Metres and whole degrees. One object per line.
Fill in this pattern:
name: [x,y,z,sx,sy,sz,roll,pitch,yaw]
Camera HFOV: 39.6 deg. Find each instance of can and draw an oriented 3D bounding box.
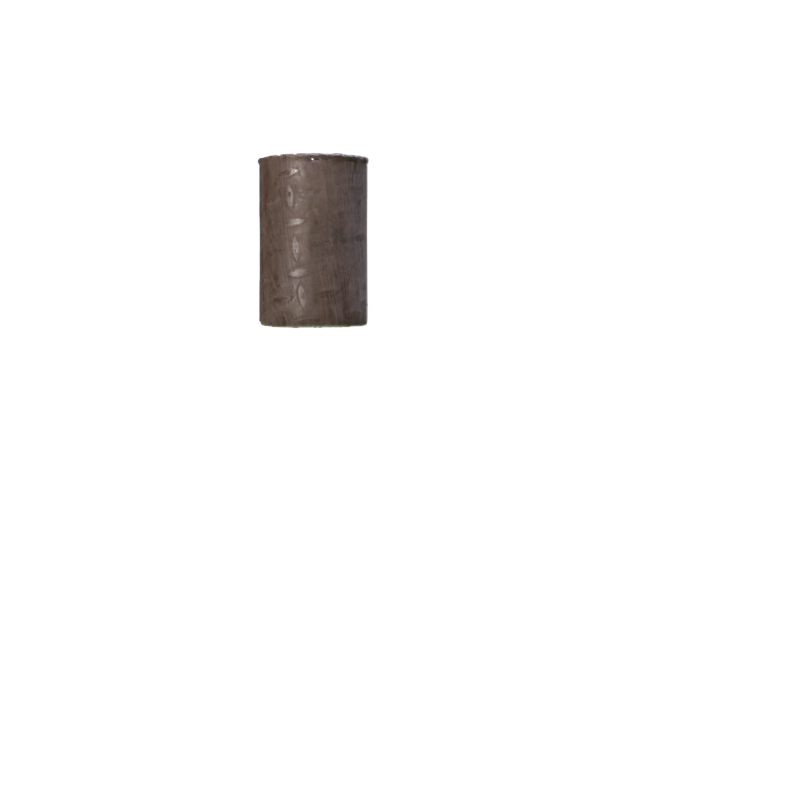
can: [-0.053,-0.097,0.677,0.068,0.102,0.069,0,1,-2]
